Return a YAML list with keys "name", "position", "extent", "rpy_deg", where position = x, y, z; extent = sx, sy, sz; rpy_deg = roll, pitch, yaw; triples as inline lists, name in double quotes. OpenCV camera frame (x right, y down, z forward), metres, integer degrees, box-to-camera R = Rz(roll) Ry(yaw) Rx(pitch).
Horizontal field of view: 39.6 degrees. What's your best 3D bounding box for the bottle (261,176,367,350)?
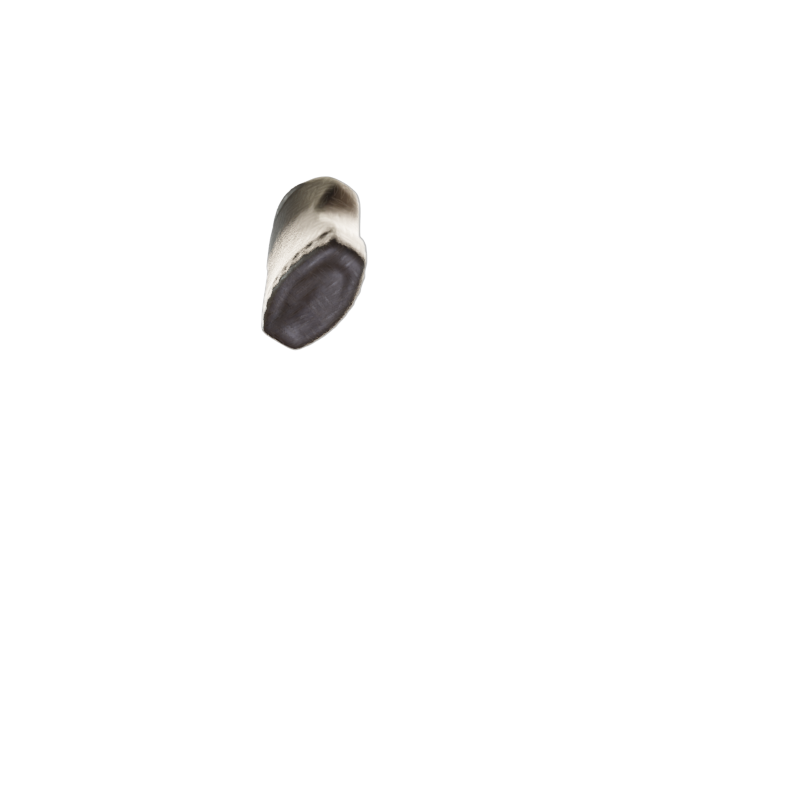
- name: "bottle"
  position: [-0.070, -0.126, 0.884]
  extent: [0.056, 0.094, 0.204]
  rpy_deg: [30, 26, -21]
